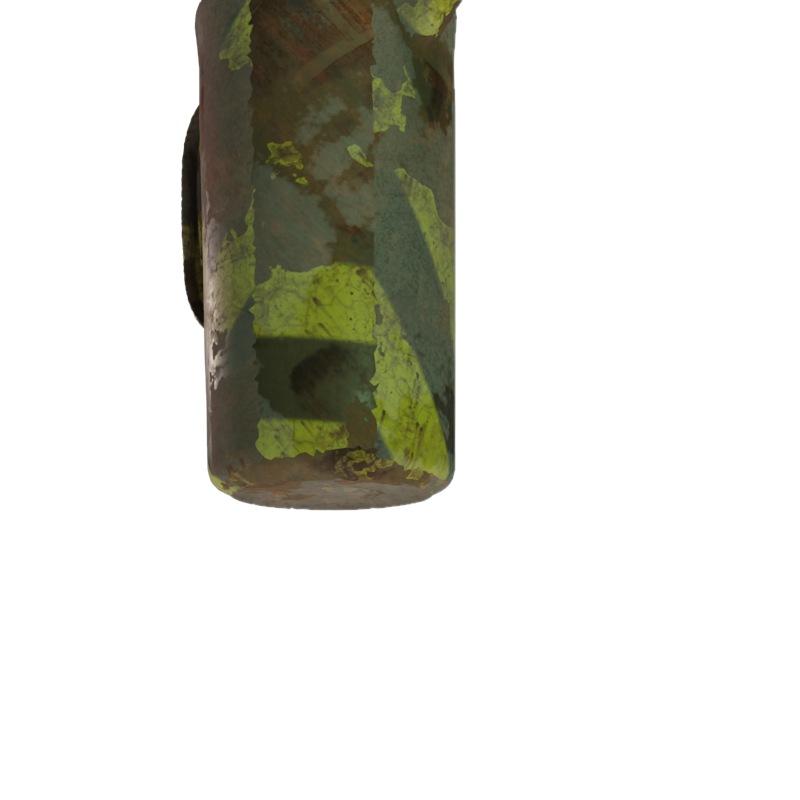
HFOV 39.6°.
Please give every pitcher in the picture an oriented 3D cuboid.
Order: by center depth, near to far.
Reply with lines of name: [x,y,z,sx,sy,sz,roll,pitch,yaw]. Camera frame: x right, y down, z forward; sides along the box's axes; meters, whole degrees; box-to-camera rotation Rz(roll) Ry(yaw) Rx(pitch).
pitcher: [-0.042,-0.076,0.530,0.145,0.255,0.143,0,-19,-2]
